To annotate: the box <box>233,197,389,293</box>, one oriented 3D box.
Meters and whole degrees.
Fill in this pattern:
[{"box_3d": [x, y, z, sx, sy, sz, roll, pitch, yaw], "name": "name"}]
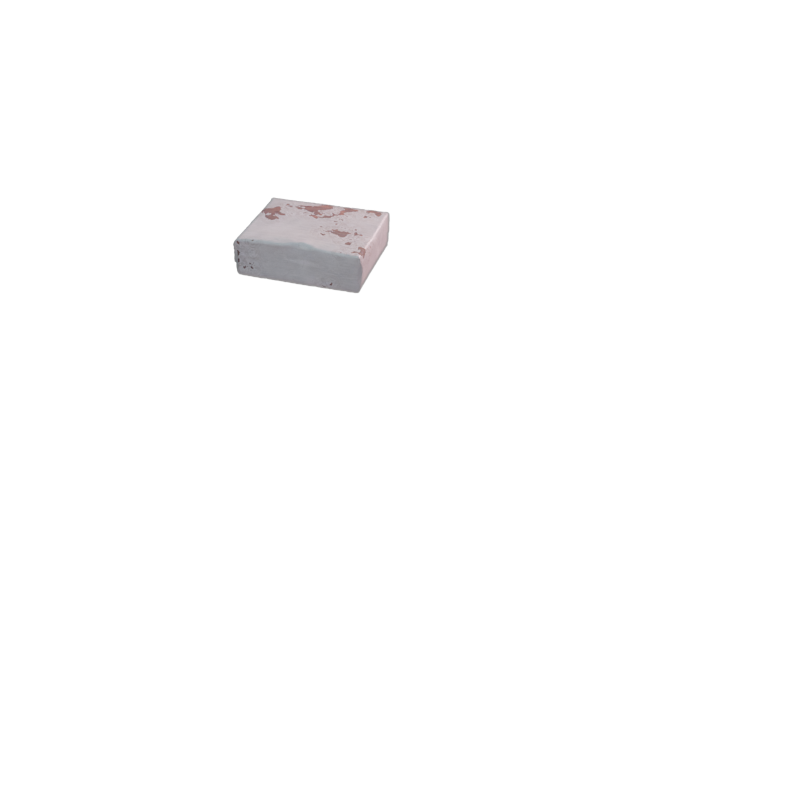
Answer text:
[{"box_3d": [-0.059, -0.108, 0.755, 0.092, 0.028, 0.076, 10, 33, 15], "name": "box"}]
